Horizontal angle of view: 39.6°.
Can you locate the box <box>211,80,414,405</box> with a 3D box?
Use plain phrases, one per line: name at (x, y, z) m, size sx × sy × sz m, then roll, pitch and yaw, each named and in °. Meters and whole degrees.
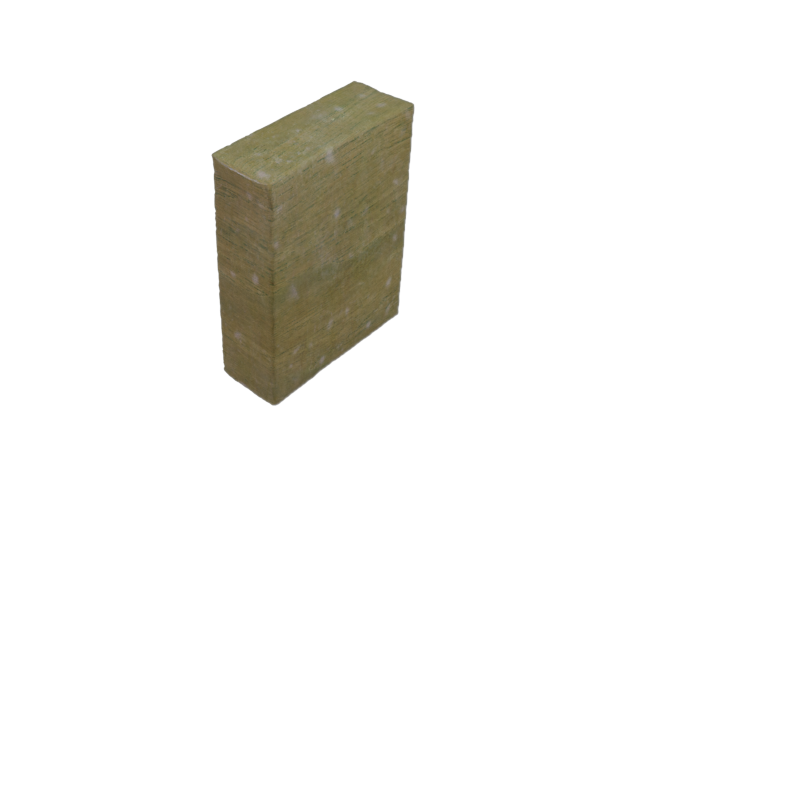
box at (-0.070, -0.127, 0.891) m, size 0.076 × 0.200 × 0.165 m, roll 28°, pitch 45°, yaw 28°
